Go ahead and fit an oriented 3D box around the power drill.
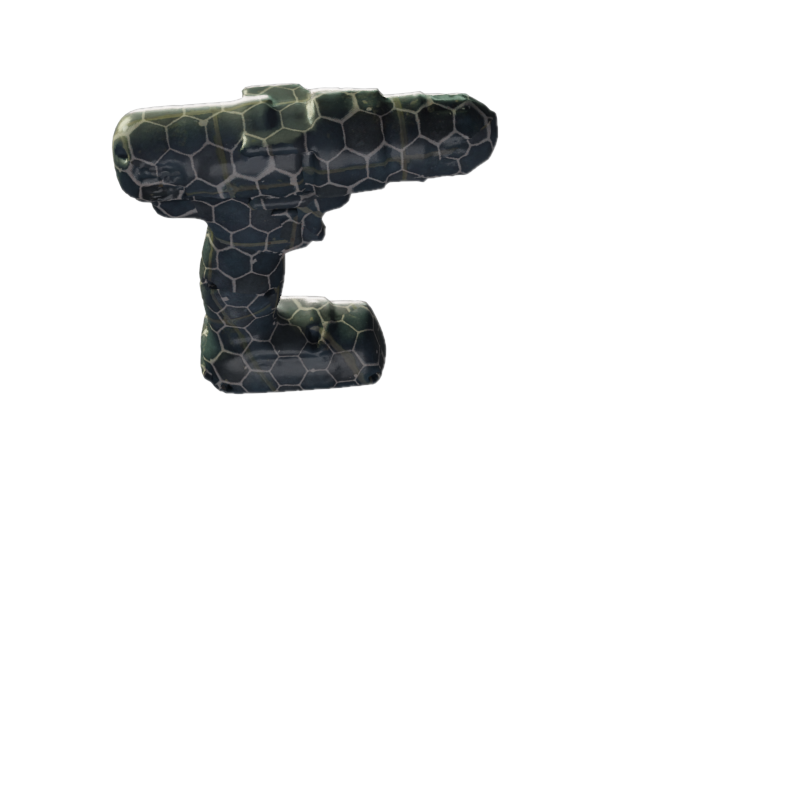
[{"bbox_3d":[-0.046,-0.083,0.581,0.185,0.062,0.174,-1,-42,1],"label":"power drill"}]
